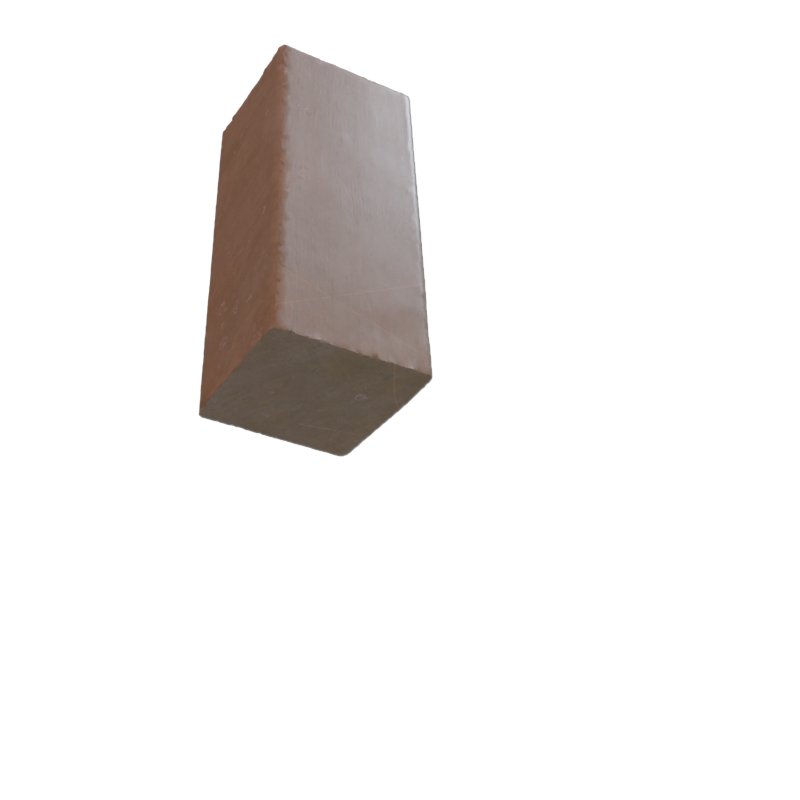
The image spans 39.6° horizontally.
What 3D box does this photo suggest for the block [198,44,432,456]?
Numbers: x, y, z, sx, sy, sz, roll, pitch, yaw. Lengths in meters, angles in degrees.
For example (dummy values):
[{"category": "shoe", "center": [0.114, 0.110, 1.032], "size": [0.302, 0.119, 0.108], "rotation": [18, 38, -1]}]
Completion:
[{"category": "block", "center": [-0.049, -0.088, 0.619], "size": [0.087, 0.221, 0.088], "rotation": [18, -42, -25]}]
